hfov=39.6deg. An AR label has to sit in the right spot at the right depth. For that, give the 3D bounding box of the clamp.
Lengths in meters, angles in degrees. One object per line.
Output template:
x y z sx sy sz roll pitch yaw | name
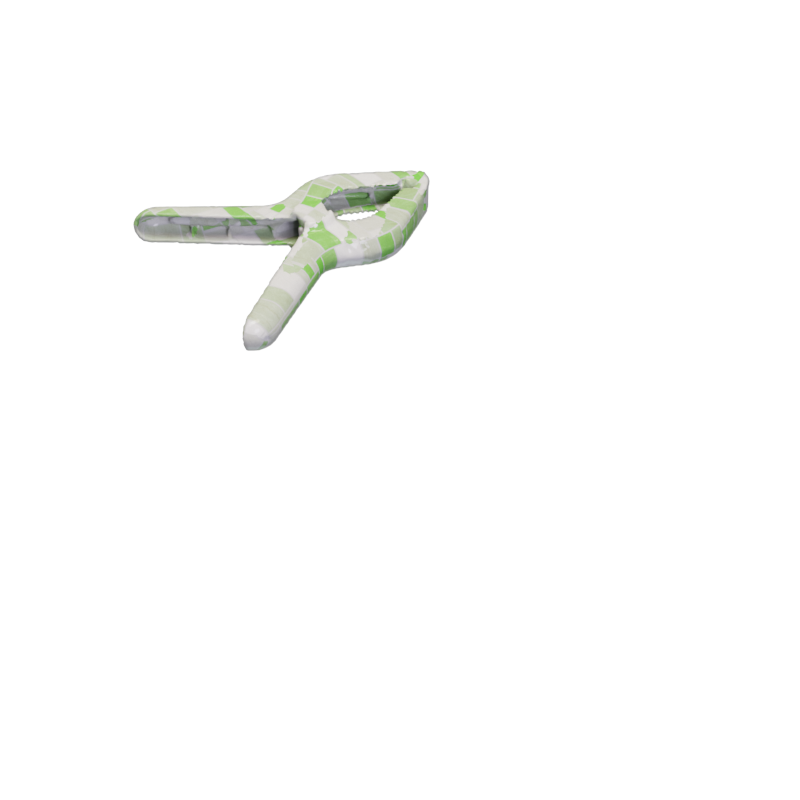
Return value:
-0.060 -0.110 0.770 0.208 0.034 0.178 -19 44 -21 | clamp
